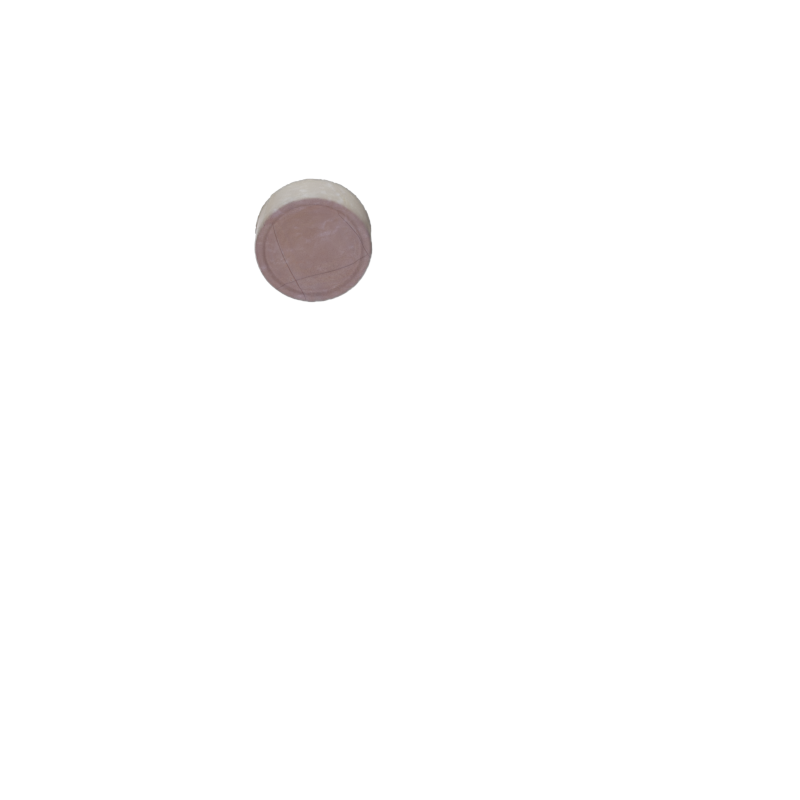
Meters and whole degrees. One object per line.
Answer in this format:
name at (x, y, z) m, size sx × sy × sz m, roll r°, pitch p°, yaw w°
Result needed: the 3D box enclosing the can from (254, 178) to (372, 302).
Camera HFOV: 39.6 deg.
can at (-0.063, -0.115, 0.804) m, size 0.086 × 0.081 × 0.035 m, roll 1°, pitch 26°, yaw -1°
